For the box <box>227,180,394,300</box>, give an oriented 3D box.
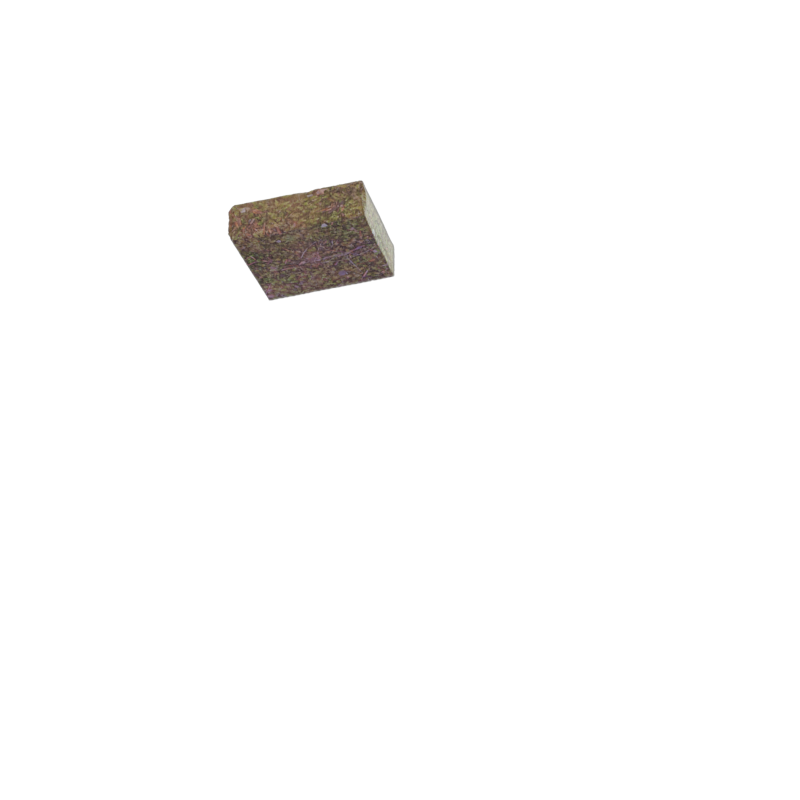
[{"bbox_3d":[-0.055,-0.100,0.702,0.090,0.032,0.068,-9,-31,14],"label":"box"}]
